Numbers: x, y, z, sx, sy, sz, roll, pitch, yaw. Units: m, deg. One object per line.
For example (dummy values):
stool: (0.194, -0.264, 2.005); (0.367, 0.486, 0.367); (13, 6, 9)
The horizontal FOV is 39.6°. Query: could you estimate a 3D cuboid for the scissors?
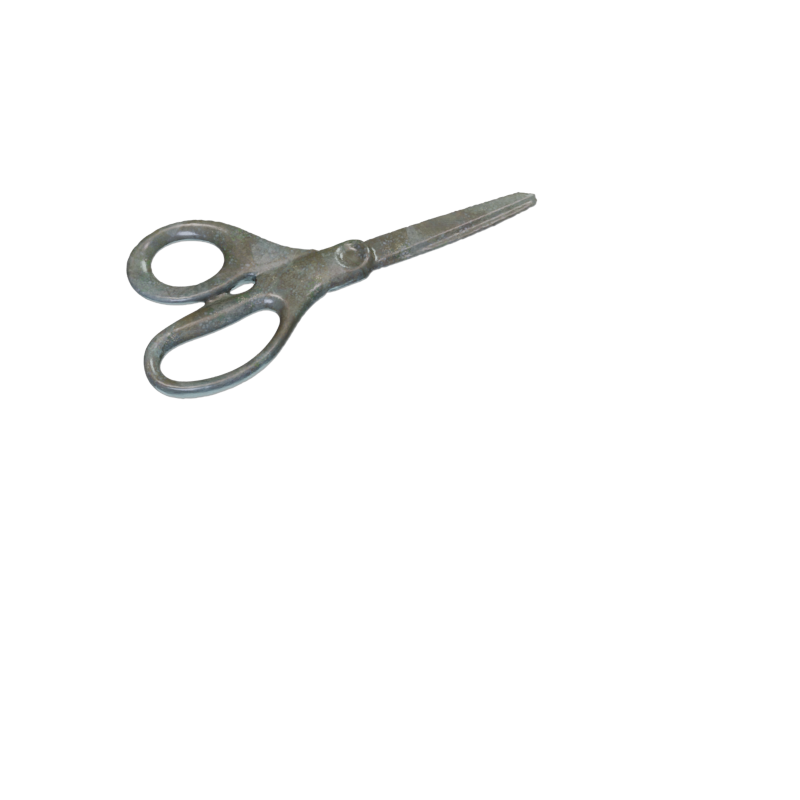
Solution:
scissors: (-0.041, -0.075, 0.523); (0.202, 0.102, 0.015); (-35, -24, -19)
